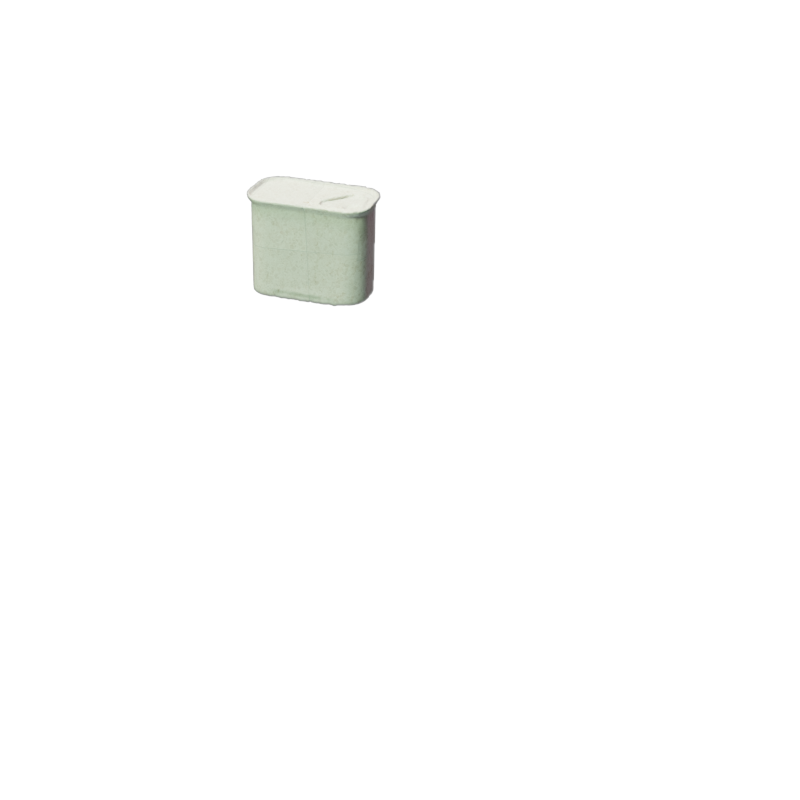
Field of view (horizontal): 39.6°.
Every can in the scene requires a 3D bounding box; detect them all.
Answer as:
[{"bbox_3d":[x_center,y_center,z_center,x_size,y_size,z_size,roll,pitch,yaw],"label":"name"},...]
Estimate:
[{"bbox_3d":[-0.069,-0.126,0.880,0.105,0.079,0.059,10,27,17],"label":"can"}]
